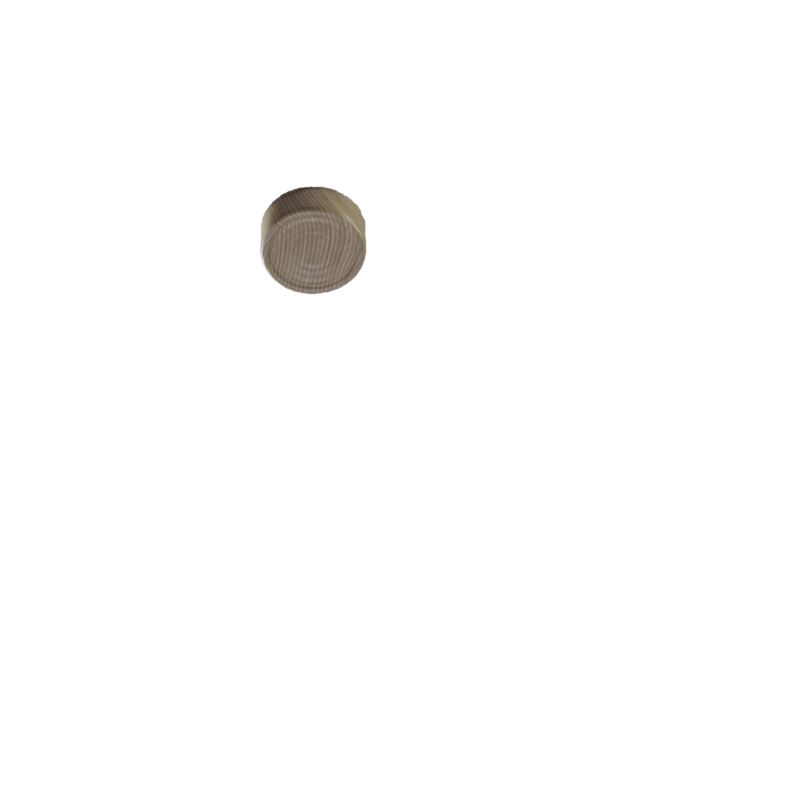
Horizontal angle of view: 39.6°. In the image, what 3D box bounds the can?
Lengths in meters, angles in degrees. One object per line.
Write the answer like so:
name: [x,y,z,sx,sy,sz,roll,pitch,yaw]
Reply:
can: [-0.070,-0.127,0.890,0.086,0.080,0.036,1,39,-1]
